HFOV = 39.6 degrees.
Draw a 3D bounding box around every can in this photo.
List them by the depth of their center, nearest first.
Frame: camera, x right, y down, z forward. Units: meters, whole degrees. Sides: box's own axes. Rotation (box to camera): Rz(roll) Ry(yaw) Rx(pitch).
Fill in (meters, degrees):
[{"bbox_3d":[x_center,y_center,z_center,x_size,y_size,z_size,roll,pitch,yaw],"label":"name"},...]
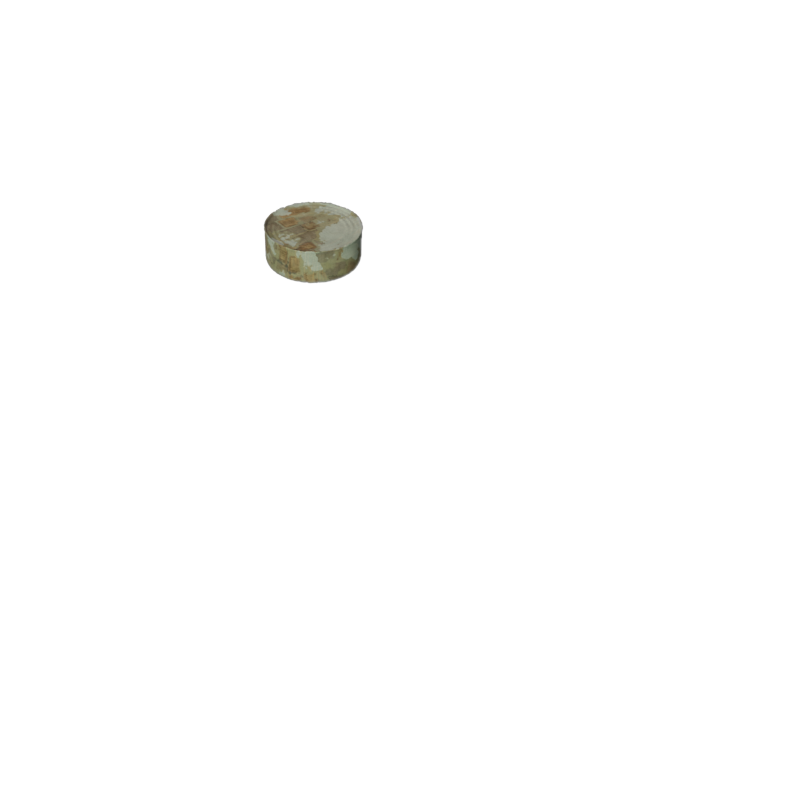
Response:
[{"bbox_3d":[-0.076,-0.138,0.967,0.086,0.031,0.092,-1,37,-2],"label":"can"}]
